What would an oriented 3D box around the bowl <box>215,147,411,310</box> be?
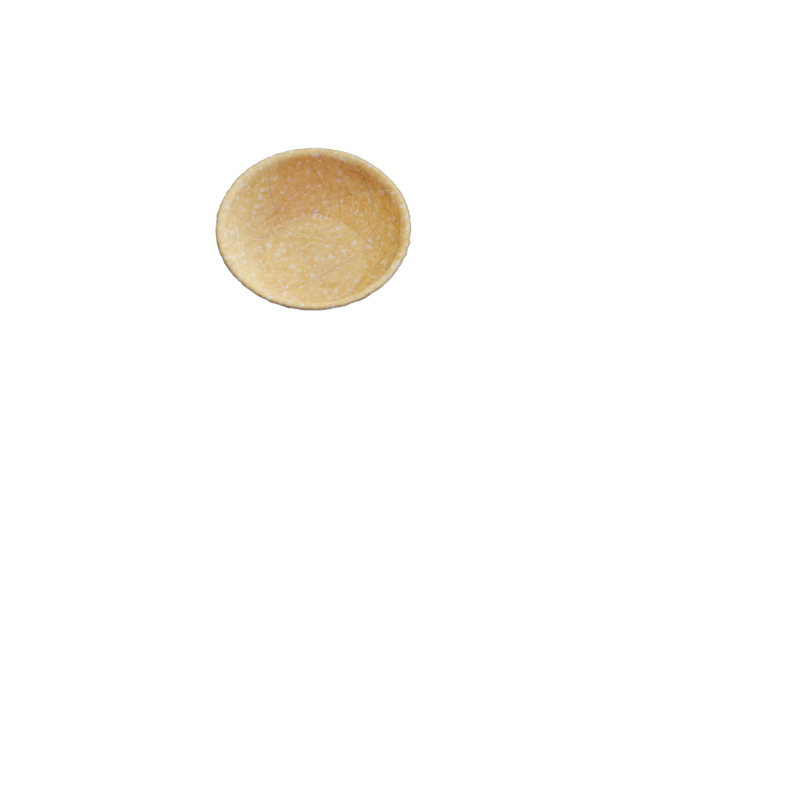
[{"bbox_3d":[-0.073,-0.134,0.936,0.162,0.173,0.052,-1,-31,-1],"label":"bowl"}]
